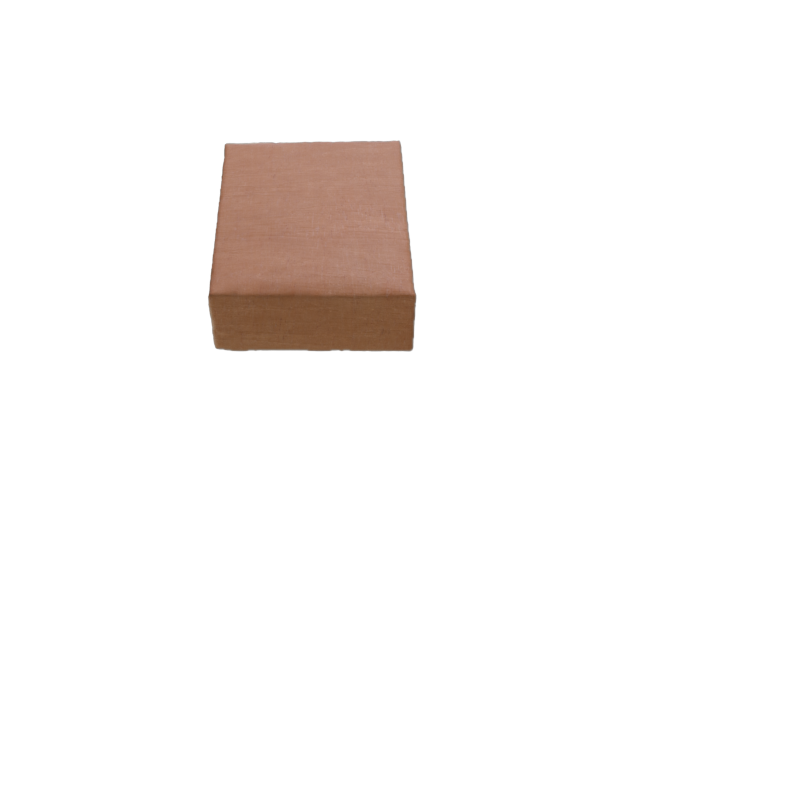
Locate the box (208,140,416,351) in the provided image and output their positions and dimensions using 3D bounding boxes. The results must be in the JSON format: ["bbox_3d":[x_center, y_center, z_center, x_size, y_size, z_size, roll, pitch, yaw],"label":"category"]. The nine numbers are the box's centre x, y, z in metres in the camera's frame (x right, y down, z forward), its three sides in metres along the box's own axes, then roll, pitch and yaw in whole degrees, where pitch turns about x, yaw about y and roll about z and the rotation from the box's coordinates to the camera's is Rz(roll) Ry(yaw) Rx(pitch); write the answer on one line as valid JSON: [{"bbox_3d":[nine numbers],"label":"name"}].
[{"bbox_3d":[-0.075,-0.136,0.956,0.164,0.067,0.229,-2,44,-2],"label":"box"}]
